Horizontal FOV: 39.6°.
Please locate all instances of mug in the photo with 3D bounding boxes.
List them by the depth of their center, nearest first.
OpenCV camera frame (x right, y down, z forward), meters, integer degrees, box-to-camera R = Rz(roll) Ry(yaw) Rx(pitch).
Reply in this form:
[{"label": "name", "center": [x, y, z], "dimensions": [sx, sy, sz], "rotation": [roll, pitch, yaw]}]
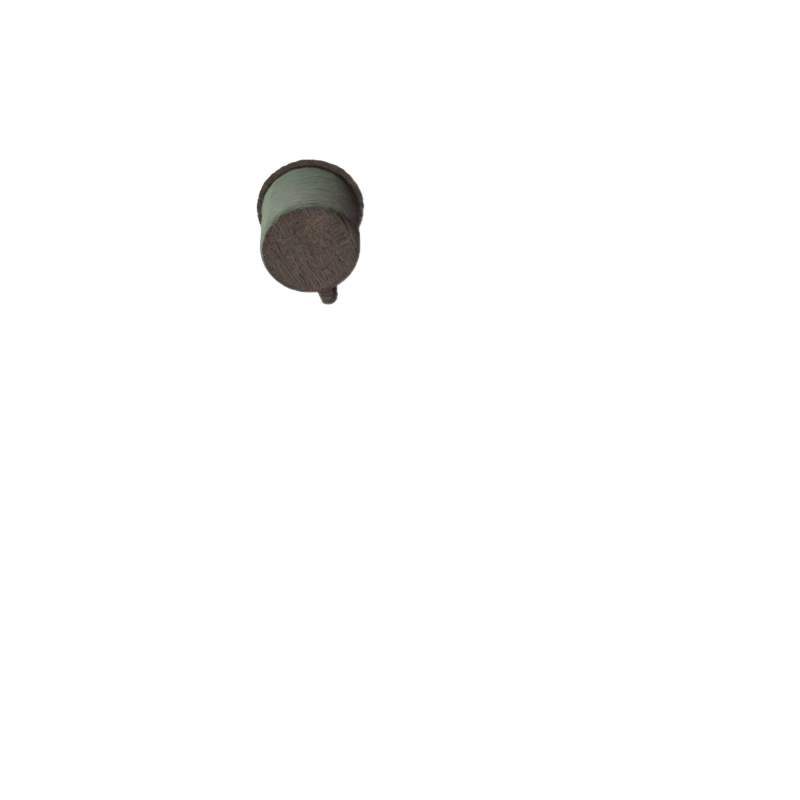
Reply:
[{"label": "mug", "center": [-0.073, -0.133, 0.929], "dimensions": [0.093, 0.110, 0.087], "rotation": [-10, 31, 4]}]
